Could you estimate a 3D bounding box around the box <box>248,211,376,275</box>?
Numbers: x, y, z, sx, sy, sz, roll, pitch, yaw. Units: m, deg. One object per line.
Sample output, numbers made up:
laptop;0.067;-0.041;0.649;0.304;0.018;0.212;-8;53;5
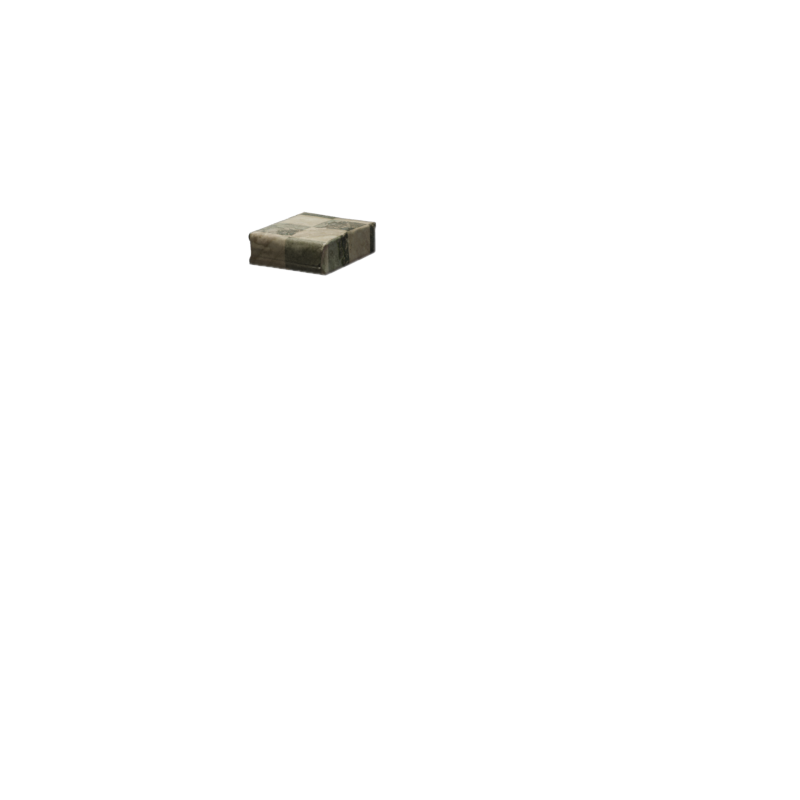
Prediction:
box;-0.072;-0.131;0.920;0.076;0.029;0.089;11;24;27
